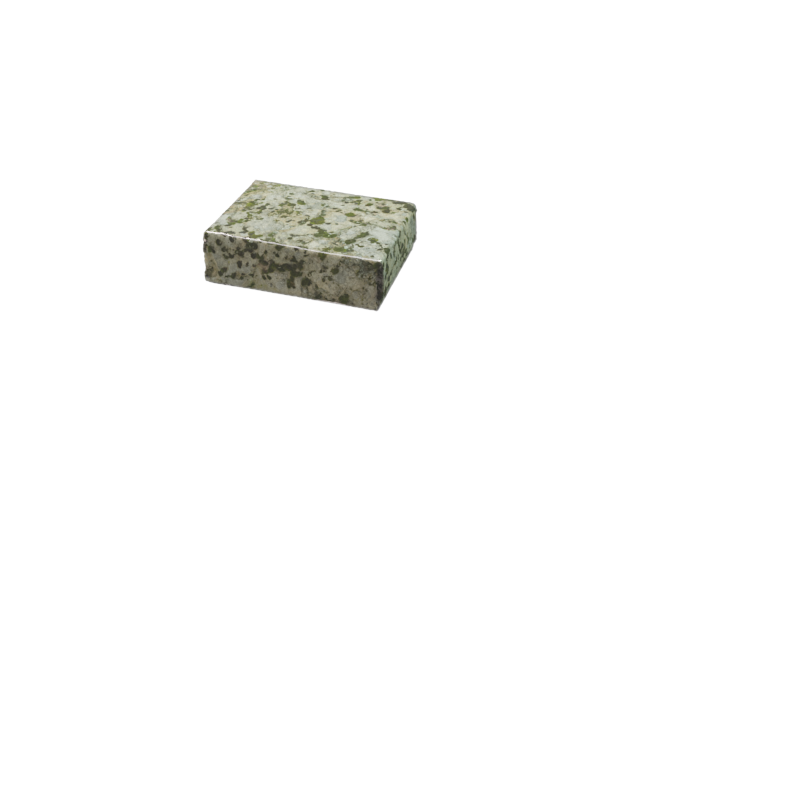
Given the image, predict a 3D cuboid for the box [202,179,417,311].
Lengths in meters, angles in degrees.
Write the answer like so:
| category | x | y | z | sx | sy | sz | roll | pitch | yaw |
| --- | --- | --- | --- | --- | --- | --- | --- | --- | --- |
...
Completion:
| category | x | y | z | sx | sy | sz | roll | pitch | yaw |
| --- | --- | --- | --- | --- | --- | --- | --- | --- | --- |
| box | -0.054 | -0.098 | 0.687 | 0.116 | 0.037 | 0.093 | 8 | 31 | 14 |
